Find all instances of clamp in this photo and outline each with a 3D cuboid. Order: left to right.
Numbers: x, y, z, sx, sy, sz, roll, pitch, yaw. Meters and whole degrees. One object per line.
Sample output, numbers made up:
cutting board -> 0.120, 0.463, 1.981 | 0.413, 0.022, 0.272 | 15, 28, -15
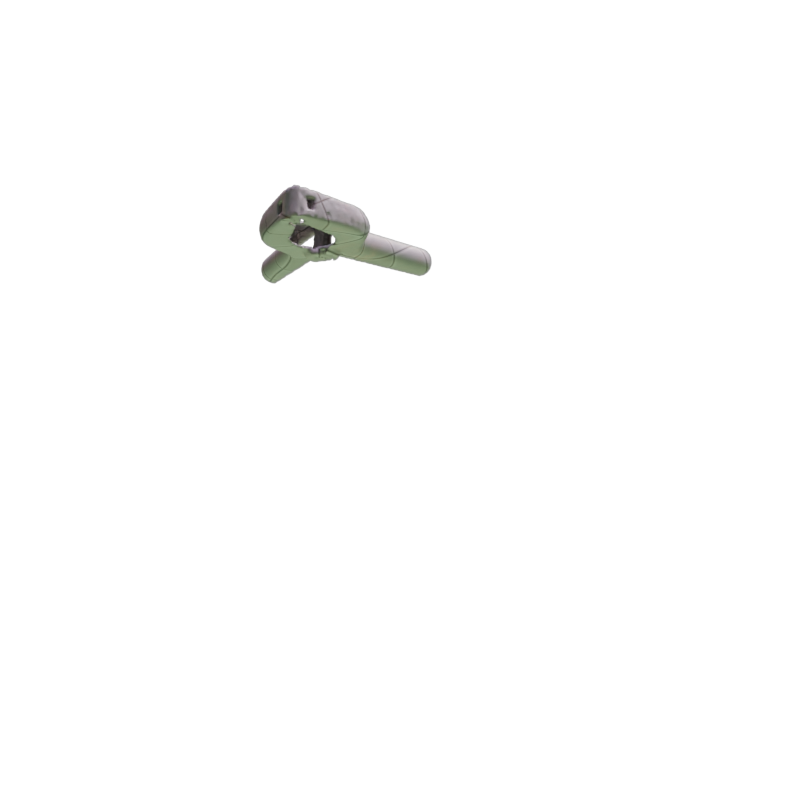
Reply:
clamp -> -0.077, -0.140, 0.984 | 0.168, 0.038, 0.199 | -4, -11, 19
